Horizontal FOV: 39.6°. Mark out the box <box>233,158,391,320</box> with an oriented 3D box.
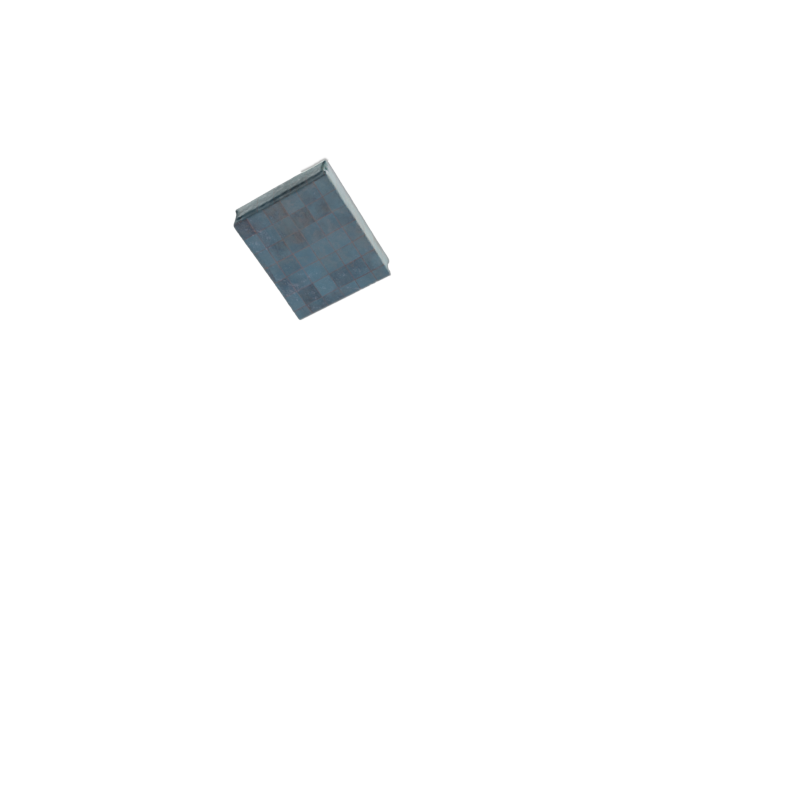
[{"bbox_3d":[-0.059,-0.107,0.752,0.073,0.084,0.032,-27,26,14],"label":"box"}]
